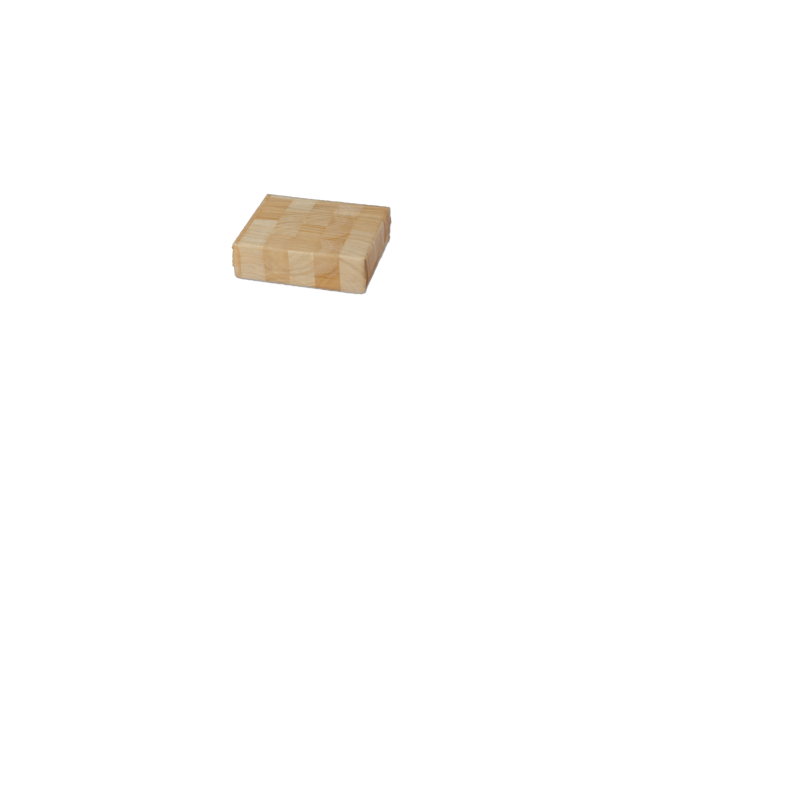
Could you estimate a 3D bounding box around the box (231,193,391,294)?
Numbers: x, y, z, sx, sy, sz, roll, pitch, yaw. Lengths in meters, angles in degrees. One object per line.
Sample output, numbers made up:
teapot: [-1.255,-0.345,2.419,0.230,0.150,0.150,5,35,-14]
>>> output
box: [-0.072,-0.130,0.914,0.116,0.036,0.094,9,37,11]
